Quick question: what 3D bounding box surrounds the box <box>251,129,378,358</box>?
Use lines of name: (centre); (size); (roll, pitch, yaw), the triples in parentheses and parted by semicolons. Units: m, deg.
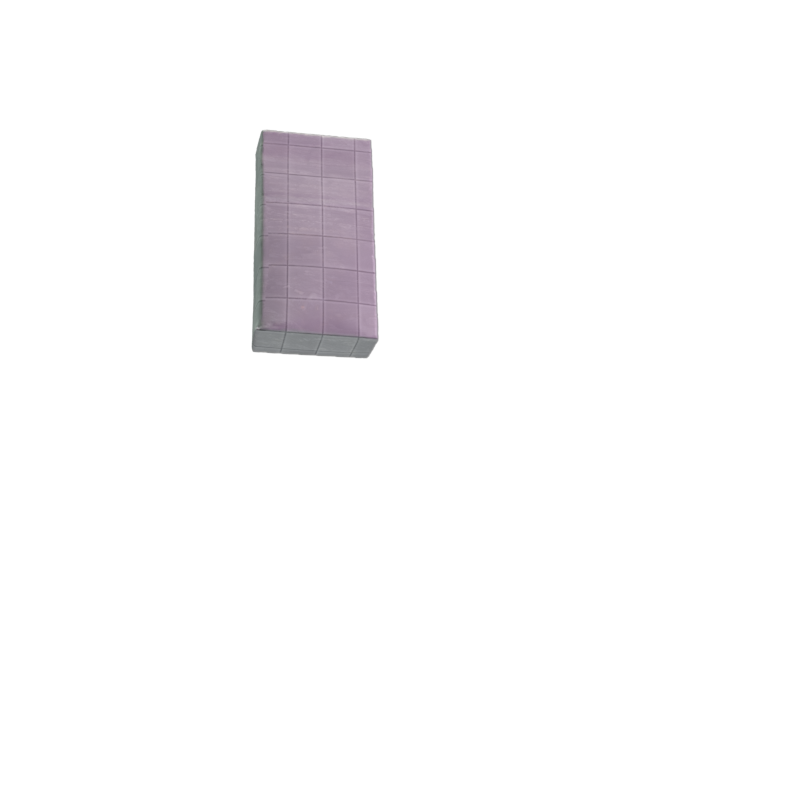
box: (-0.068, -0.123, 0.865); (0.092, 0.187, 0.046); (3, -28, -10)
